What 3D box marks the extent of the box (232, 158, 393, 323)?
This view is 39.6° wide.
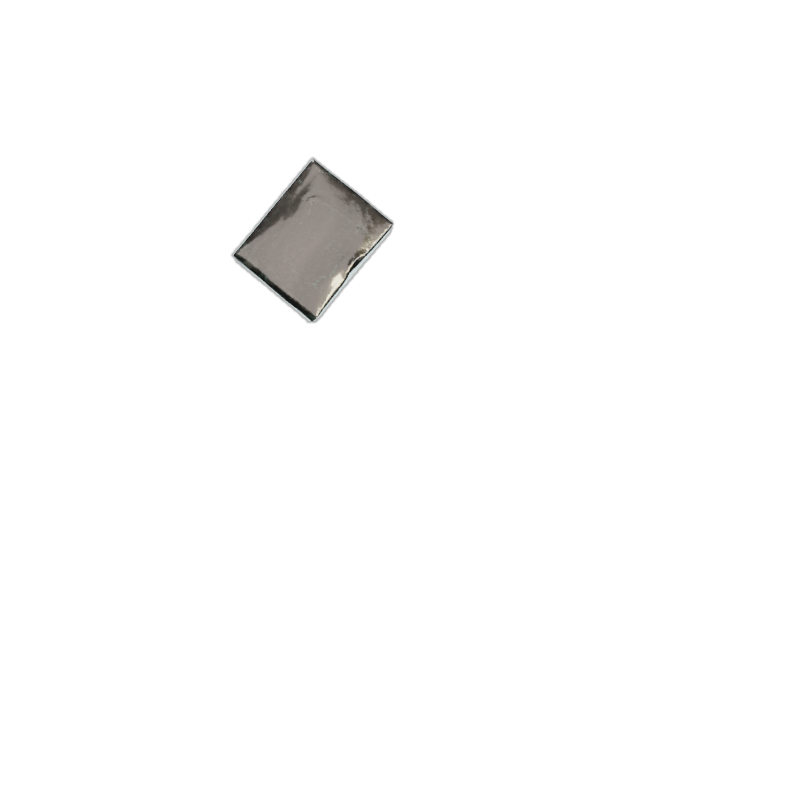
[{"bbox_3d":[-0.060,-0.109,0.765,0.074,0.090,0.029,39,-8,5],"label":"box"}]
